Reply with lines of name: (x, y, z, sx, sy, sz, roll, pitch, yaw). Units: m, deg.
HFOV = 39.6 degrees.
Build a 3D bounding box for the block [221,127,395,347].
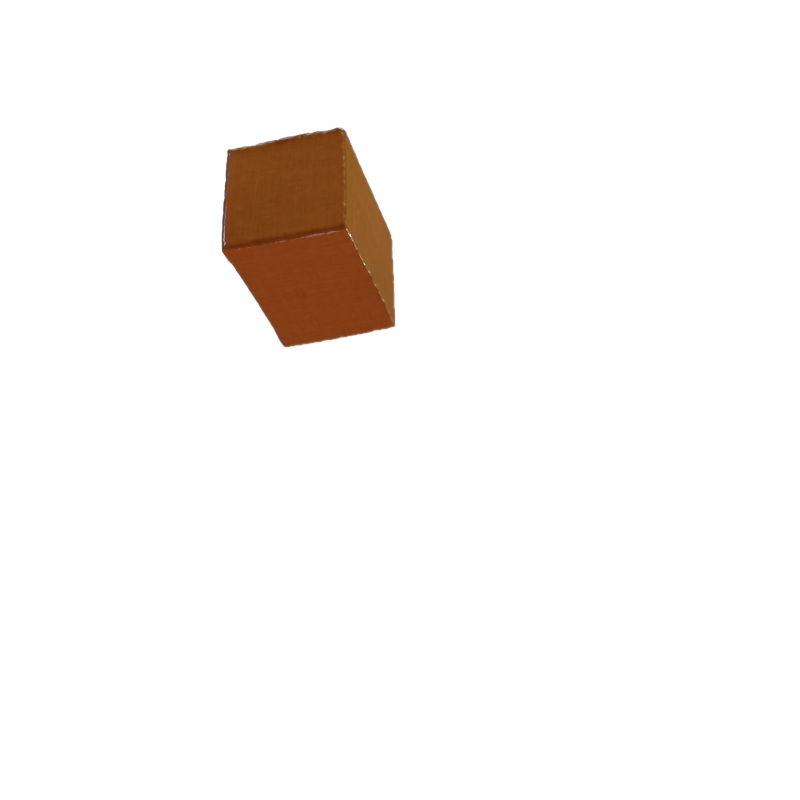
block: (-0.036, -0.066, 0.464, 0.053, 0.055, 0.072, -9, -33, 12)
